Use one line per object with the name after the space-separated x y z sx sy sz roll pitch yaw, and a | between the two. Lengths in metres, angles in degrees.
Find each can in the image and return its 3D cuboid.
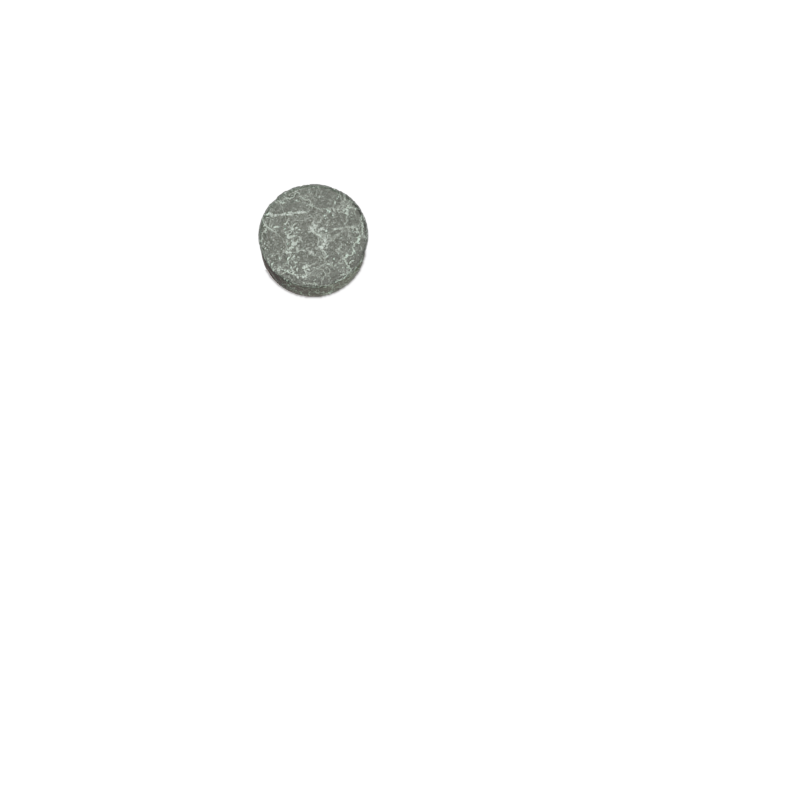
-0.069 -0.125 0.878 0.086 0.090 0.032 -1 -18 -1 | can
